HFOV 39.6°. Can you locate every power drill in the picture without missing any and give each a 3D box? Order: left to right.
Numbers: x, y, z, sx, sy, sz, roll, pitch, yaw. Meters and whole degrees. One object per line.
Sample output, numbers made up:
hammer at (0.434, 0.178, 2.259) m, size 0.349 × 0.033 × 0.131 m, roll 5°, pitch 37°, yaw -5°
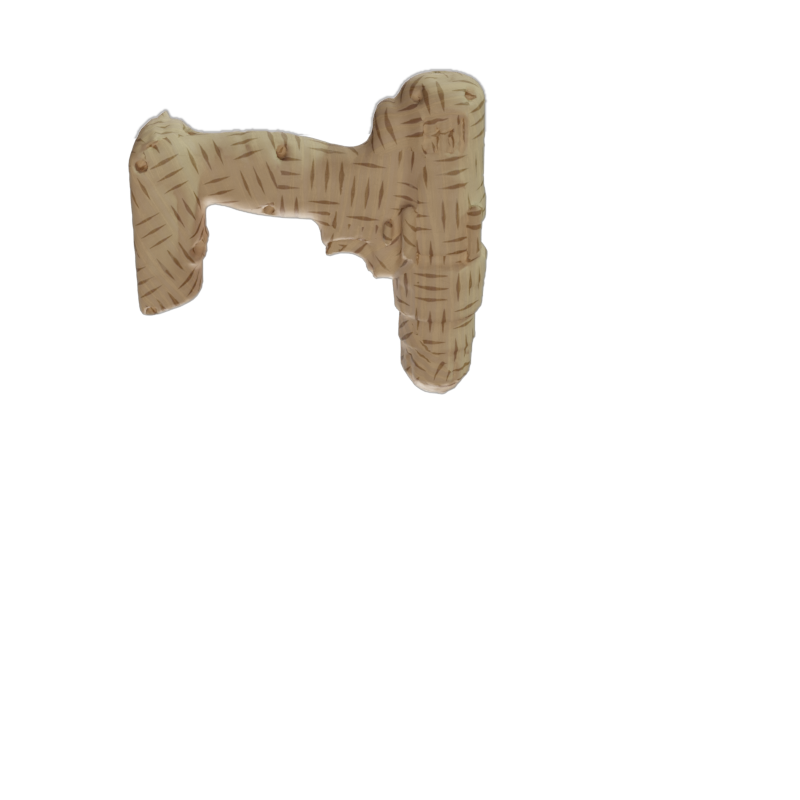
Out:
power drill at (-0.047, -0.085, 0.598) m, size 0.187 × 0.175 × 0.060 m, roll 0°, pitch 24°, yaw 0°
